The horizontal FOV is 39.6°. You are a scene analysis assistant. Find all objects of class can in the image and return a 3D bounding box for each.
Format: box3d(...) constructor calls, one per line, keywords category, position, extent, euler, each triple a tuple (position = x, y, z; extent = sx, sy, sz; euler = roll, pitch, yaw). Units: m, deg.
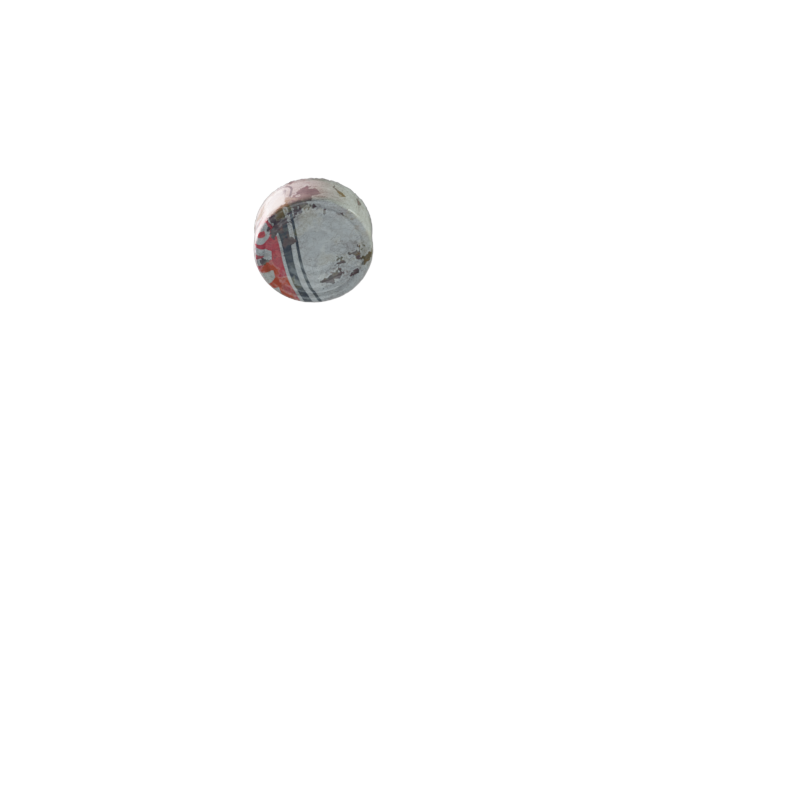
box3d(category="can", position=(-0.062, -0.113, 0.789), extent=(0.086, 0.081, 0.036), euler=(1, 31, -1))
